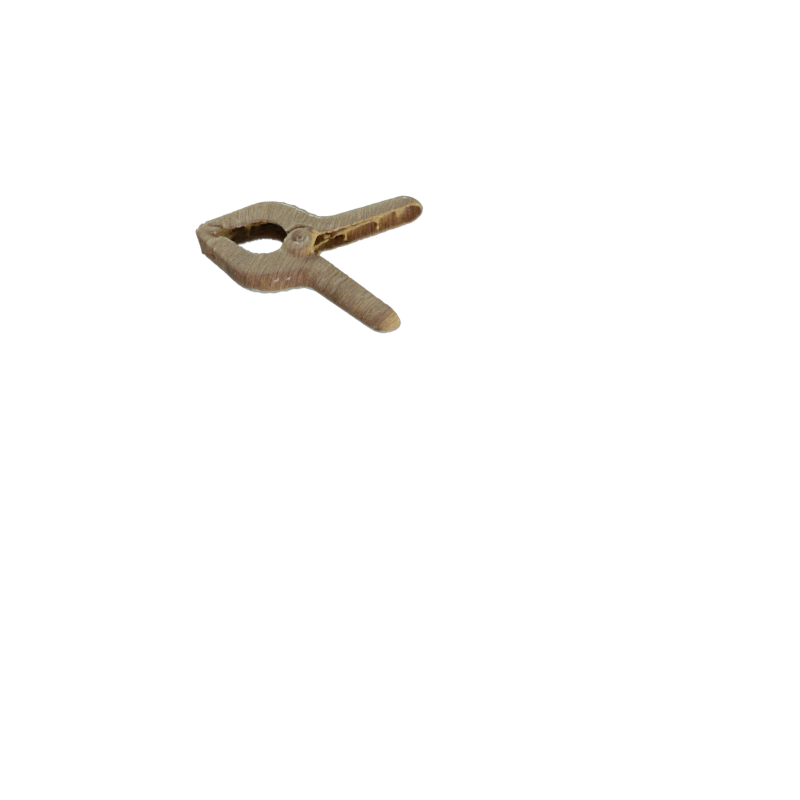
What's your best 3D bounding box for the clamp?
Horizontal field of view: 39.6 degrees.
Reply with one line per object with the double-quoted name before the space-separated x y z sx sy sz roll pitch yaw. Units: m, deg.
"clamp" -0.066 -0.120 0.841 0.176 0.126 0.036 16 -37 12
